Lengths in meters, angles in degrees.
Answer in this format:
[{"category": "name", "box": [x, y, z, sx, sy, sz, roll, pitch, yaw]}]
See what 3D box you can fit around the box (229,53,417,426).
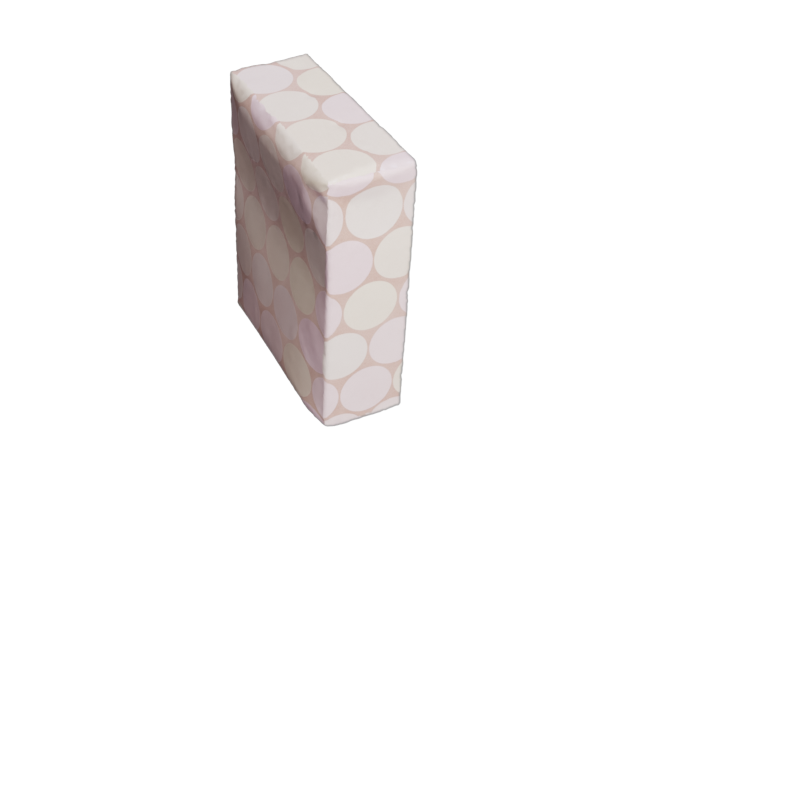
[{"category": "box", "box": [-0.062, -0.113, 0.794, 0.071, 0.199, 0.178, -17, 44, -22]}]
